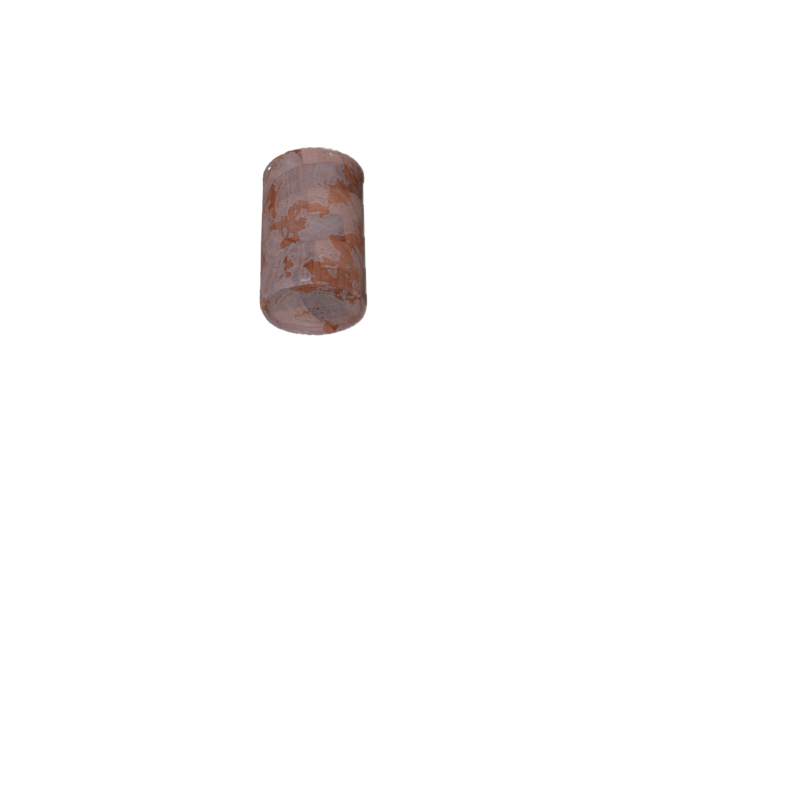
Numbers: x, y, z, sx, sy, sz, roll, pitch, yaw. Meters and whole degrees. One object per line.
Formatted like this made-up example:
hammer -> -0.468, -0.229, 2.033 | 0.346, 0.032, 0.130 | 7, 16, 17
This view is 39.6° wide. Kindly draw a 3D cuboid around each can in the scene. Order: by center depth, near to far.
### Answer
can -> -0.056, -0.101, 0.710 | 0.068, 0.109, 0.064 | 0, -30, -2
